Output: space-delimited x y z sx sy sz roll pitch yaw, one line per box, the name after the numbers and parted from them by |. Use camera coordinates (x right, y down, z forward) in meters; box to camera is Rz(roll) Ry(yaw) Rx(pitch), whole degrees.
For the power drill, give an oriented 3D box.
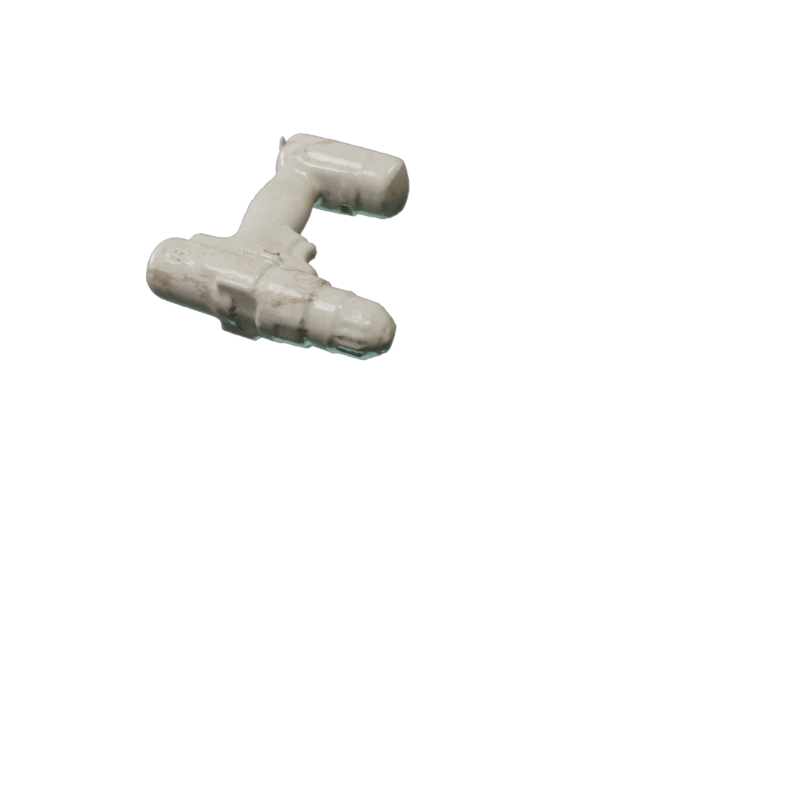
-0.063 -0.114 0.799 0.191 0.053 0.194 18 46 18 | power drill
